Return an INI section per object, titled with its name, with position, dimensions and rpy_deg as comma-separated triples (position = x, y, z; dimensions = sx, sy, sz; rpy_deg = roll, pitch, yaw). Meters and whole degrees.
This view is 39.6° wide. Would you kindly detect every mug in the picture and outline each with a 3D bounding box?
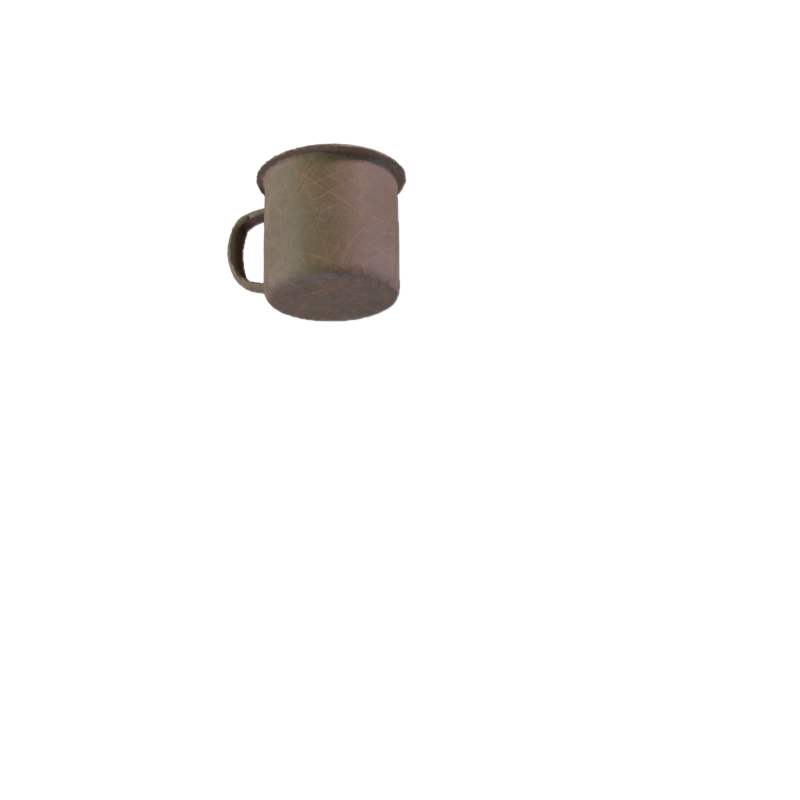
[mug]
position = -0.053, -0.096, 0.676
dimensions = 0.119, 0.086, 0.087
rpy_deg = -8, -21, 20
